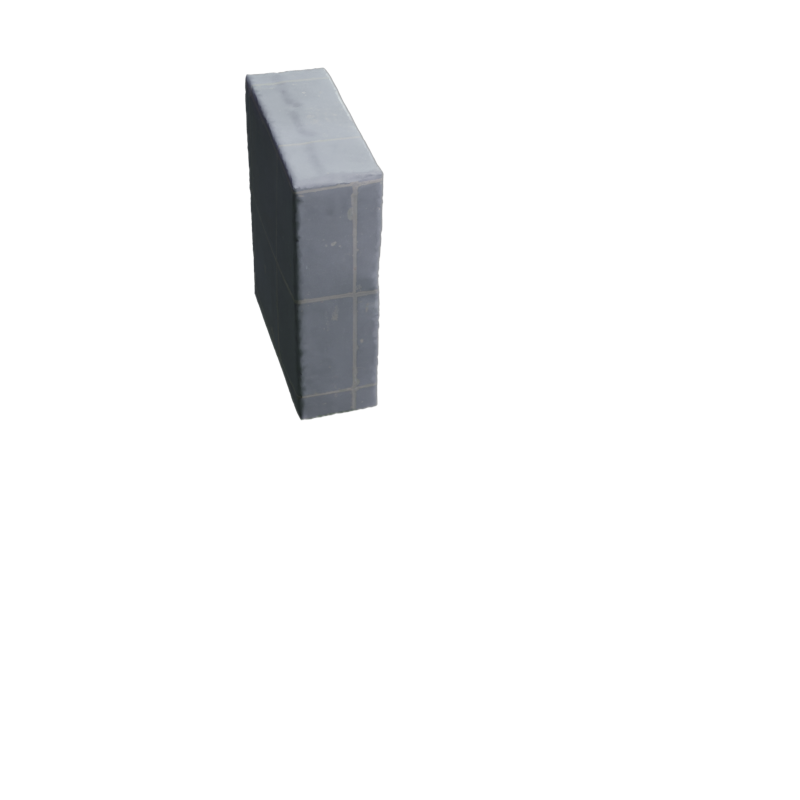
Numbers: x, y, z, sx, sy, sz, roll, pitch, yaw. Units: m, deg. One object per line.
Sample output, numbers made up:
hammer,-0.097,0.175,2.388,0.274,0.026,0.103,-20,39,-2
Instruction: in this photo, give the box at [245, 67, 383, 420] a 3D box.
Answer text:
box,-0.066,-0.120,0.841,0.071,0.200,0.178,-9,41,-14
